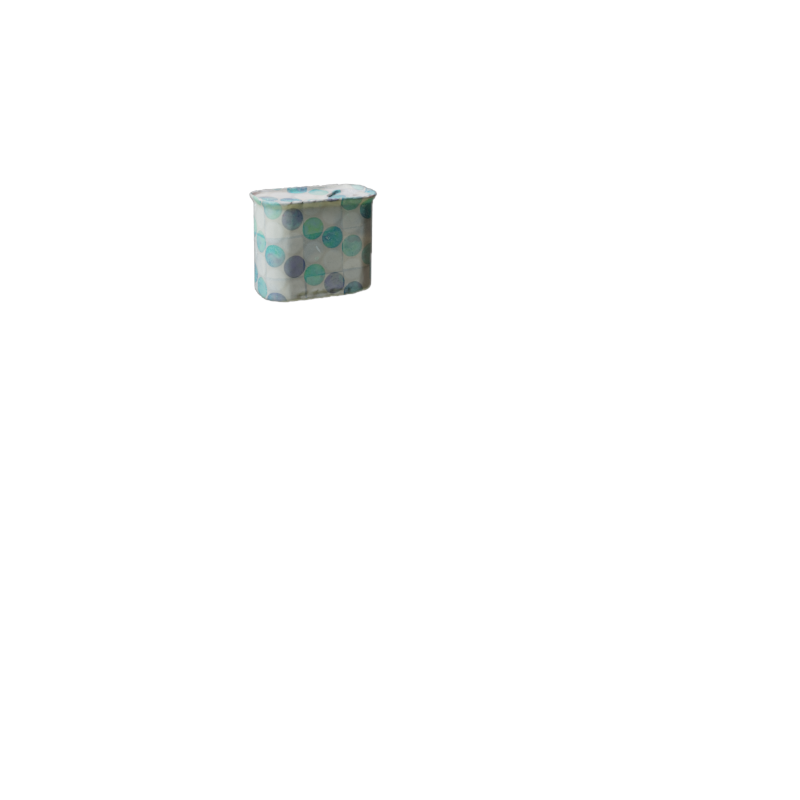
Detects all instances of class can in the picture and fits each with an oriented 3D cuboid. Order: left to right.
[{"bbox_3d":[-0.072,-0.131,0.915,0.100,0.081,0.061,-8,18,-24],"label":"can"}]
